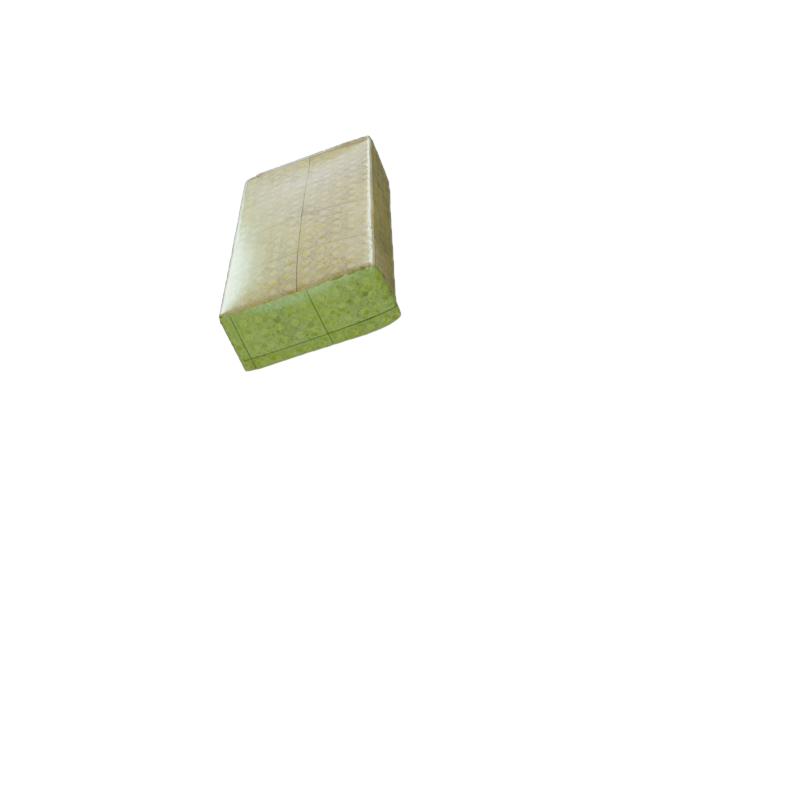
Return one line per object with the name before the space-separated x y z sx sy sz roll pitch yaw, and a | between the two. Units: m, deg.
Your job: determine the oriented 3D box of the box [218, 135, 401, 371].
box | -0.052 -0.095 0.666 0.094 0.045 0.188 -18 35 9
